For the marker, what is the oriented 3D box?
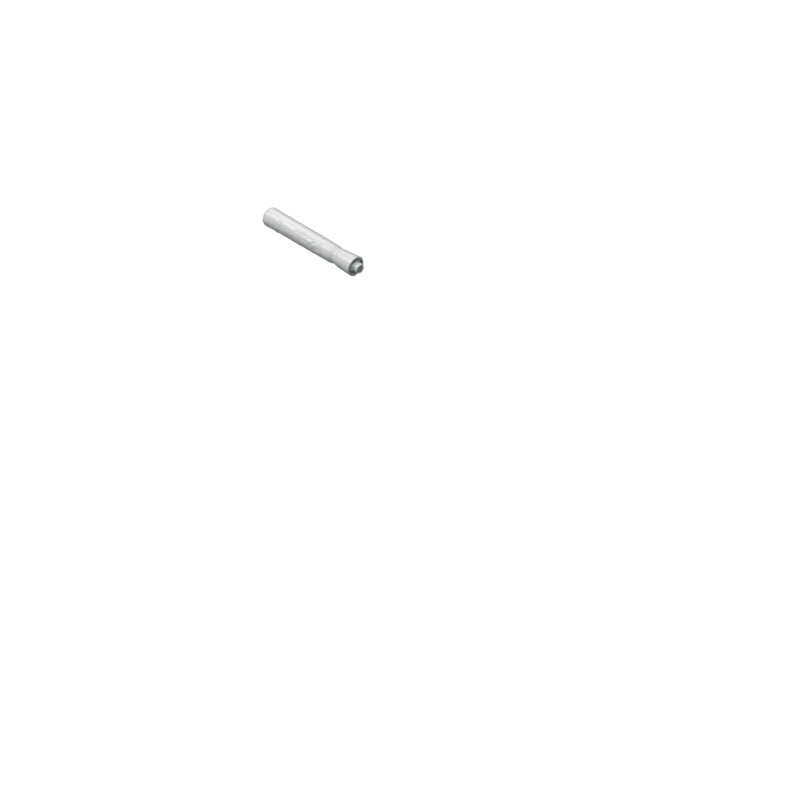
[{"bbox_3d":[-0.078,-0.141,0.991,0.019,0.019,0.129,-4,29,-47],"label":"marker"}]
